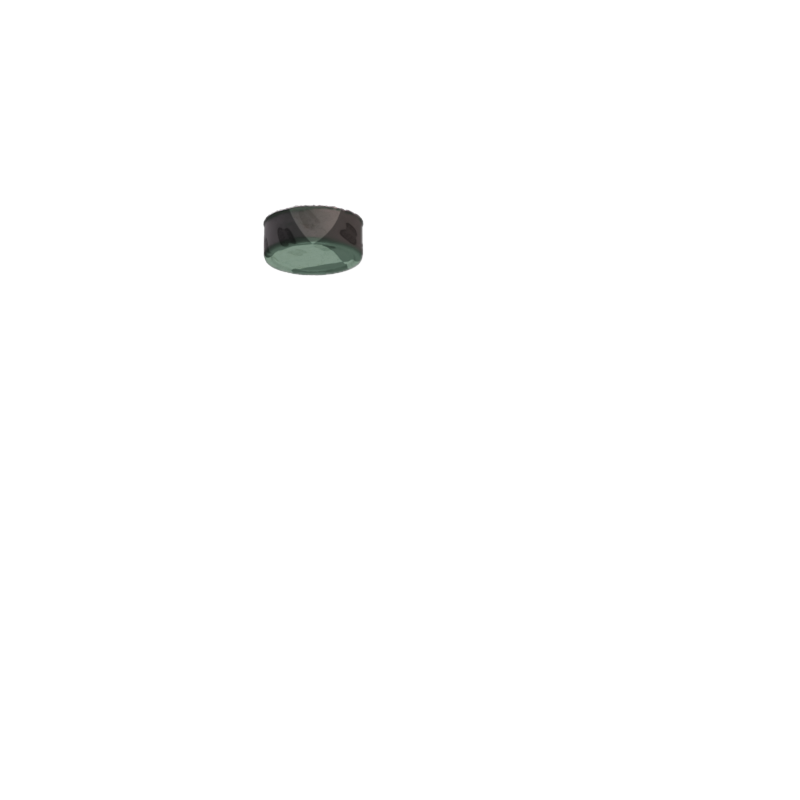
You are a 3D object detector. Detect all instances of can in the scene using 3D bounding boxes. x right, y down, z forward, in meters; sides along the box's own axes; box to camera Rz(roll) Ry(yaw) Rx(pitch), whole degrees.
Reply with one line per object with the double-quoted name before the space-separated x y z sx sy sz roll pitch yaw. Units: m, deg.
"can" -0.074 -0.135 0.945 0.086 0.035 0.083 0 -14 -2
